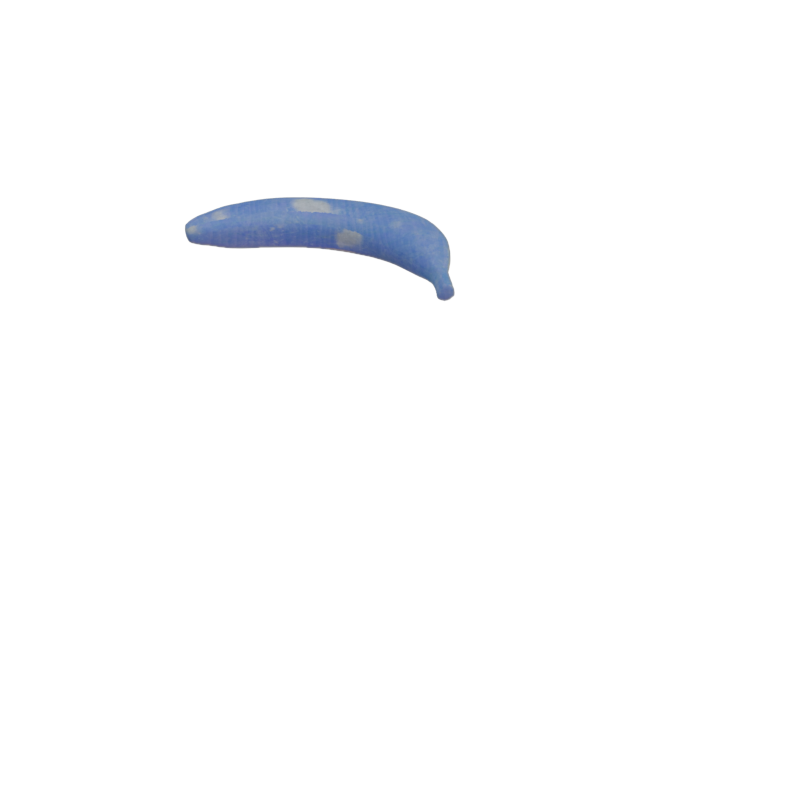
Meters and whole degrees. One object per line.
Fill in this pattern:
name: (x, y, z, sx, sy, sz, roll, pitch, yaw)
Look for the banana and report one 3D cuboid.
banana: (-0.047, -0.113, 0.750, 0.205, 0.035, 0.071, 13, 30, 22)
